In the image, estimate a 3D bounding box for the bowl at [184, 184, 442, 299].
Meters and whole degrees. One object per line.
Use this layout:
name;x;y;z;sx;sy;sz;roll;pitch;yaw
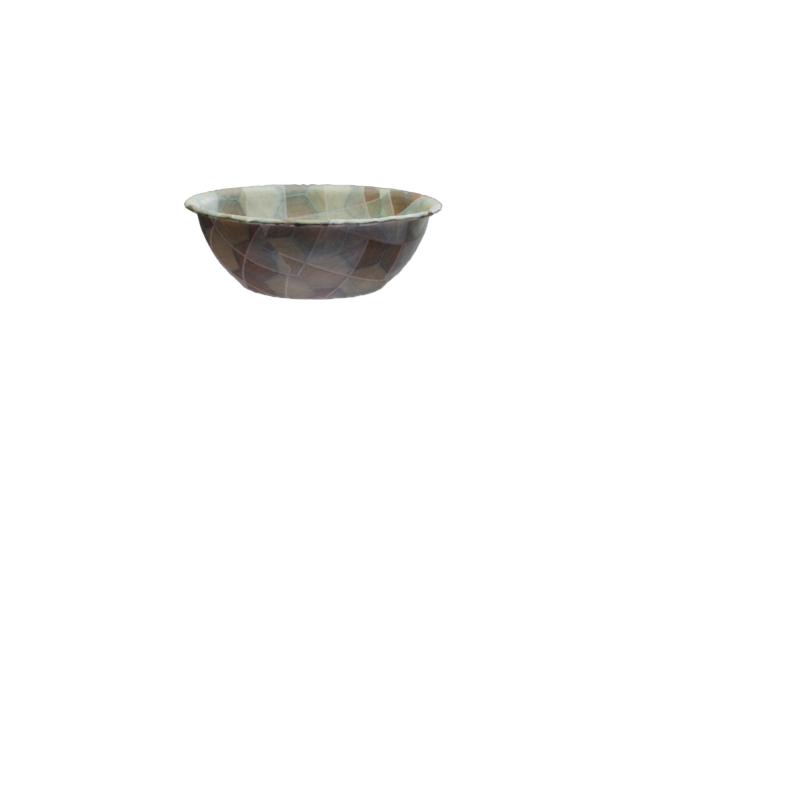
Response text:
bowl;-0.055;-0.100;0.702;0.162;0.053;0.168;-1;17;-2
